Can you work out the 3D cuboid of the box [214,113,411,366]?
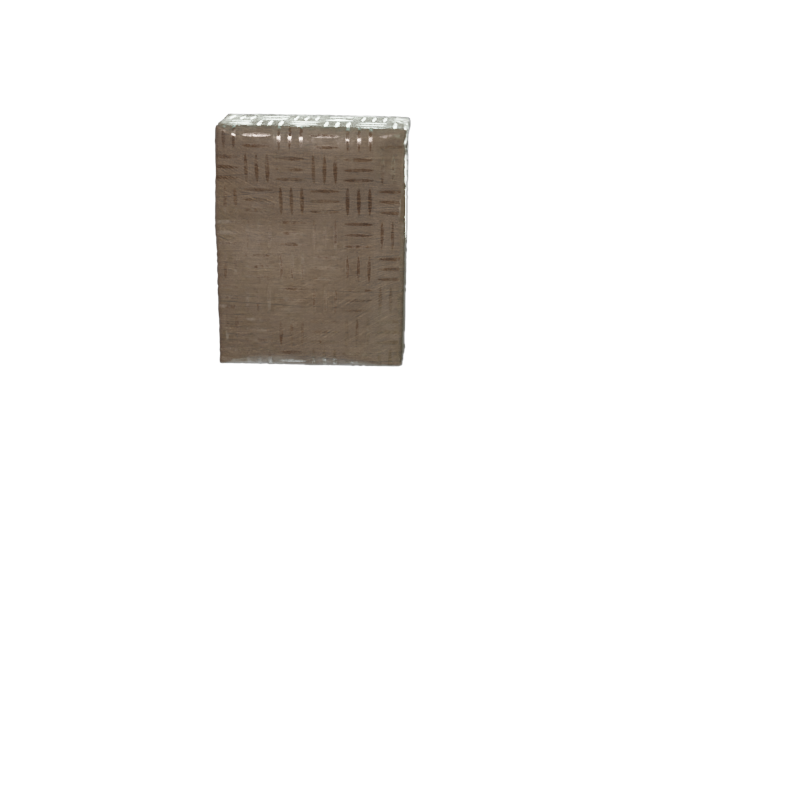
[{"bbox_3d":[-0.076,-0.138,0.967,0.165,0.206,0.074,2,17,5],"label":"box"}]
